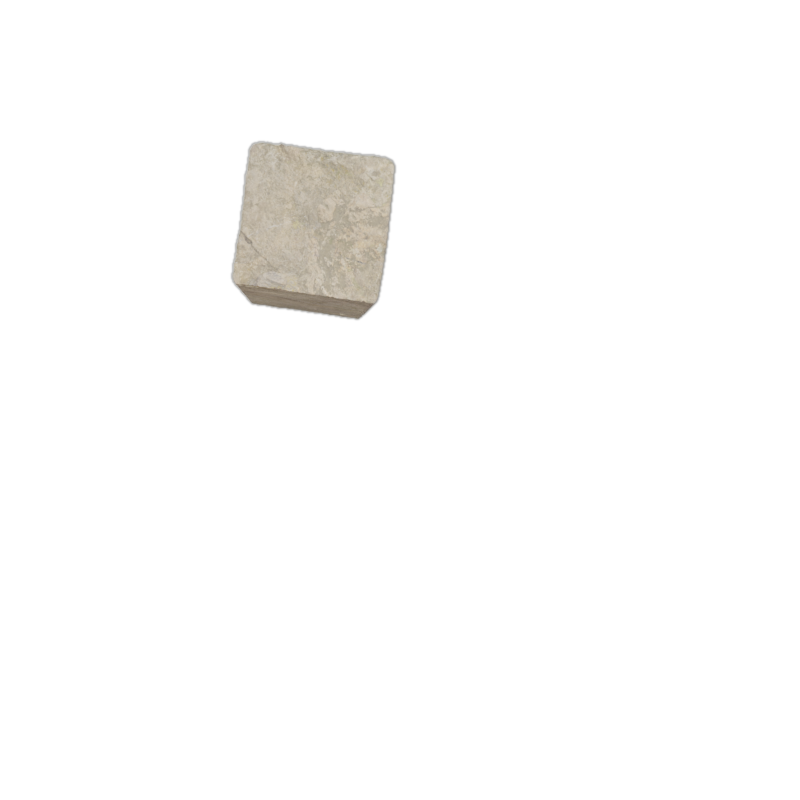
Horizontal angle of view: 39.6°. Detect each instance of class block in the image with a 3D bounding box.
[{"bbox_3d":[-0.060,-0.110,0.764,0.090,0.091,0.205,7,0,-4],"label":"block"}]
